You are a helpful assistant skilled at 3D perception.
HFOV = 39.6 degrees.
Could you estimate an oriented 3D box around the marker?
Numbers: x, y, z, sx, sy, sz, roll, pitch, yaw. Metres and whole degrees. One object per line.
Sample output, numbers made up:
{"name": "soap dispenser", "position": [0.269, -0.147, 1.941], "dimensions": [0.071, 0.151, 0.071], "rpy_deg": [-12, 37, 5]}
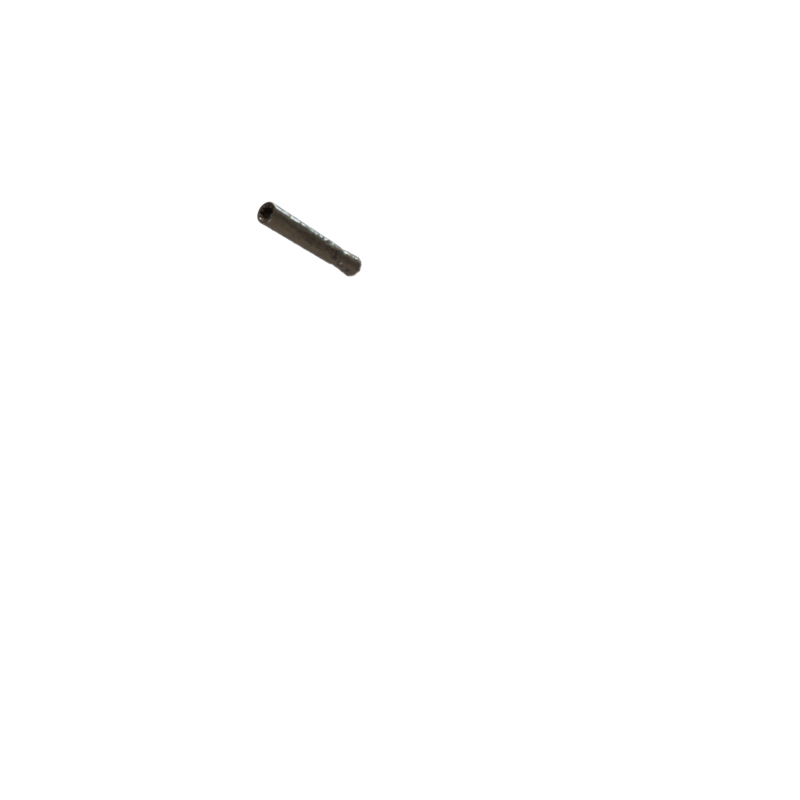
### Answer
{"name": "marker", "position": [-0.071, -0.129, 0.904], "dimensions": [0.021, 0.020, 0.113], "rpy_deg": [3, -16, 40]}
